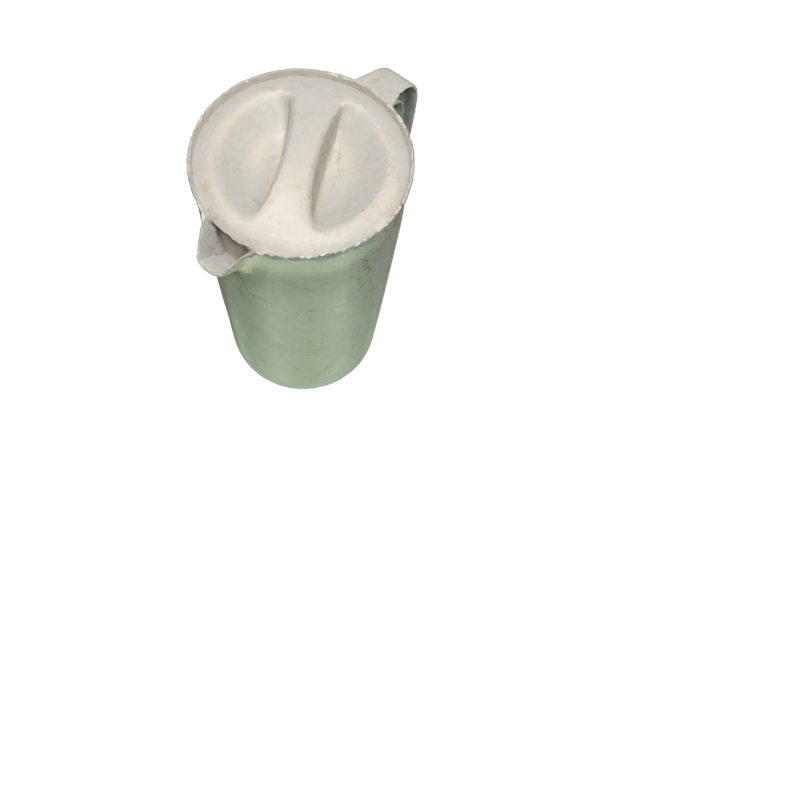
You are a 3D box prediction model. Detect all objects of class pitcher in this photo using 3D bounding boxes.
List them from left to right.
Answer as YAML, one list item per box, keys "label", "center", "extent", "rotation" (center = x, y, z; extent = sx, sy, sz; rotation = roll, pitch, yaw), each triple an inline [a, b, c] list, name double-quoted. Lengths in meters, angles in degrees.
- label: "pitcher"
  center: [-0.059, -0.107, 0.748]
  extent: [0.148, 0.154, 0.230]
  rotation: [-6, -23, -6]
